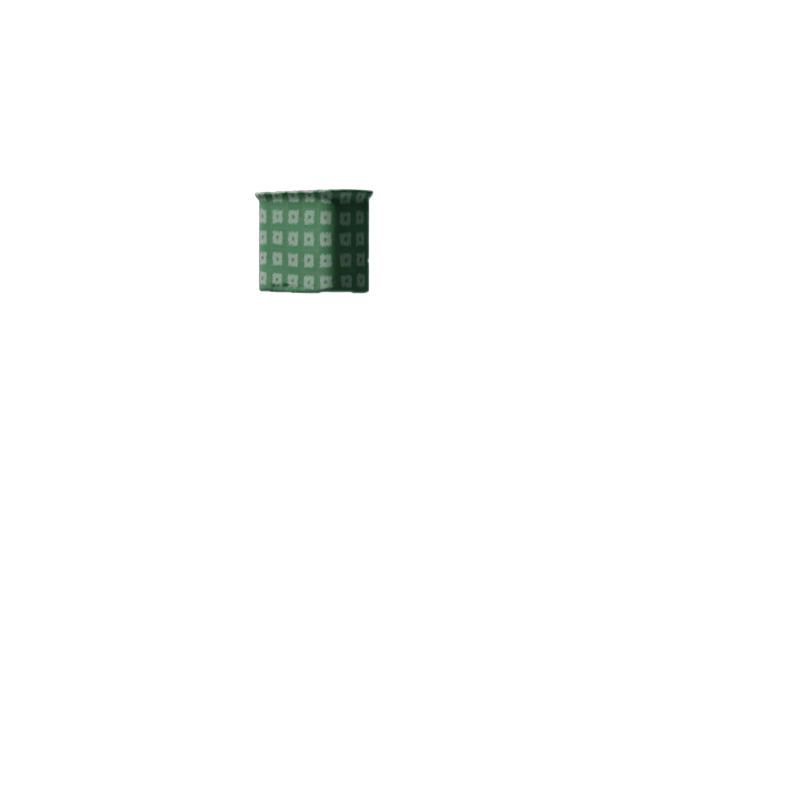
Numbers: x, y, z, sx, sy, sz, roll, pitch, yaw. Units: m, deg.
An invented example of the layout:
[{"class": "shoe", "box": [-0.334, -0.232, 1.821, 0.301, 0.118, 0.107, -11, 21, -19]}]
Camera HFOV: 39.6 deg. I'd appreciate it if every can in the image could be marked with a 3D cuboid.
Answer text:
[{"class": "can", "box": [-0.072, -0.132, 0.921, 0.106, 0.083, 0.055, 4, 5, 39]}]
